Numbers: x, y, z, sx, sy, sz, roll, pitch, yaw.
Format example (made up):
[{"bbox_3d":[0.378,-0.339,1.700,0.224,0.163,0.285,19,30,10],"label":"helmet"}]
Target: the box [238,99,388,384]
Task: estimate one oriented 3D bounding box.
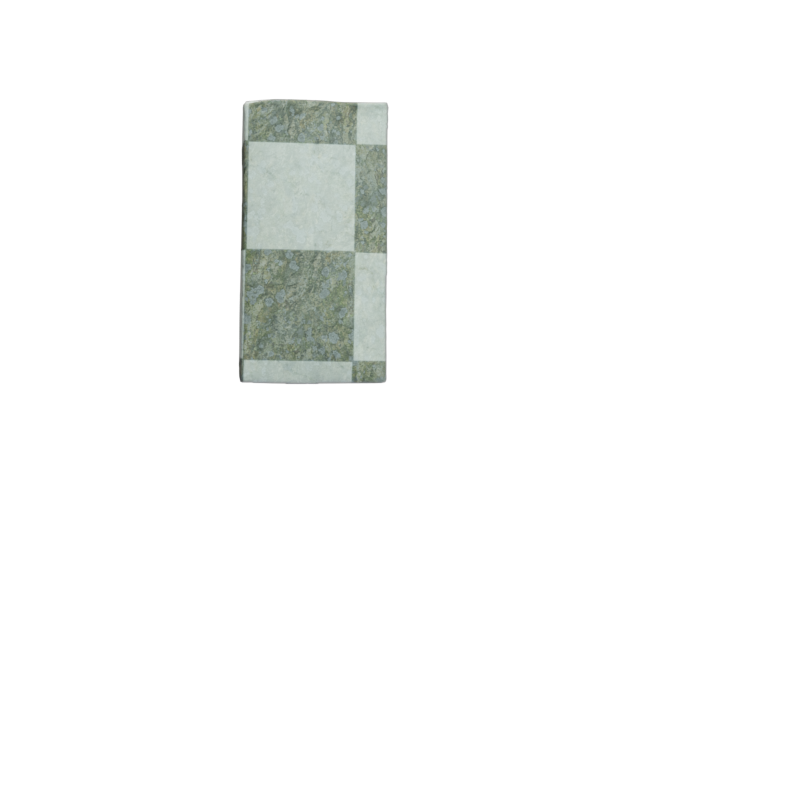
[{"bbox_3d":[-0.055,-0.100,0.701,0.093,0.177,0.048,0,-1,-6],"label":"box"}]
